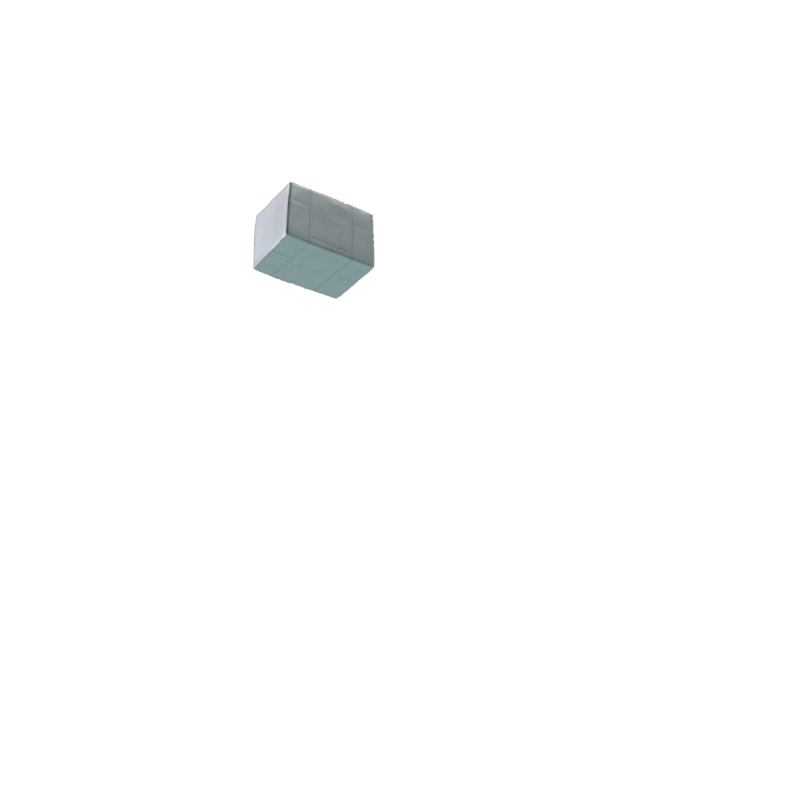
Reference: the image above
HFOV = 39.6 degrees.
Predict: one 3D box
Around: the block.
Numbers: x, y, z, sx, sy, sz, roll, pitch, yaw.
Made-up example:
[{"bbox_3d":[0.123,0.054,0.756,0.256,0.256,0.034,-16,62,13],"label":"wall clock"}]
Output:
[{"bbox_3d":[-0.065,-0.119,0.835,0.074,0.055,0.052,19,-38,-29],"label":"block"}]
